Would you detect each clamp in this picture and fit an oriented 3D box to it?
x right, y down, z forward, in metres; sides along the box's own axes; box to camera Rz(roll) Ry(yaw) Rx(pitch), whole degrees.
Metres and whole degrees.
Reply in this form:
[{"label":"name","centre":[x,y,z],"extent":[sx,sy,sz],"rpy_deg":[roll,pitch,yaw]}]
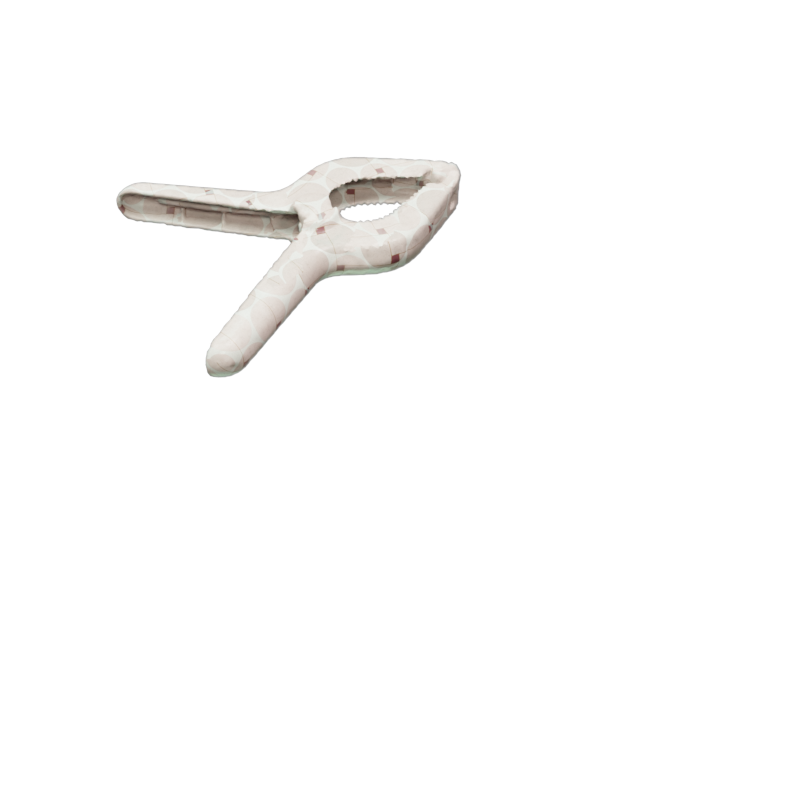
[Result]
[{"label":"clamp","centre":[-0.052,-0.095,0.668],"extent":[0.208,0.178,0.034],"rpy_deg":[-15,-41,-14]}]
